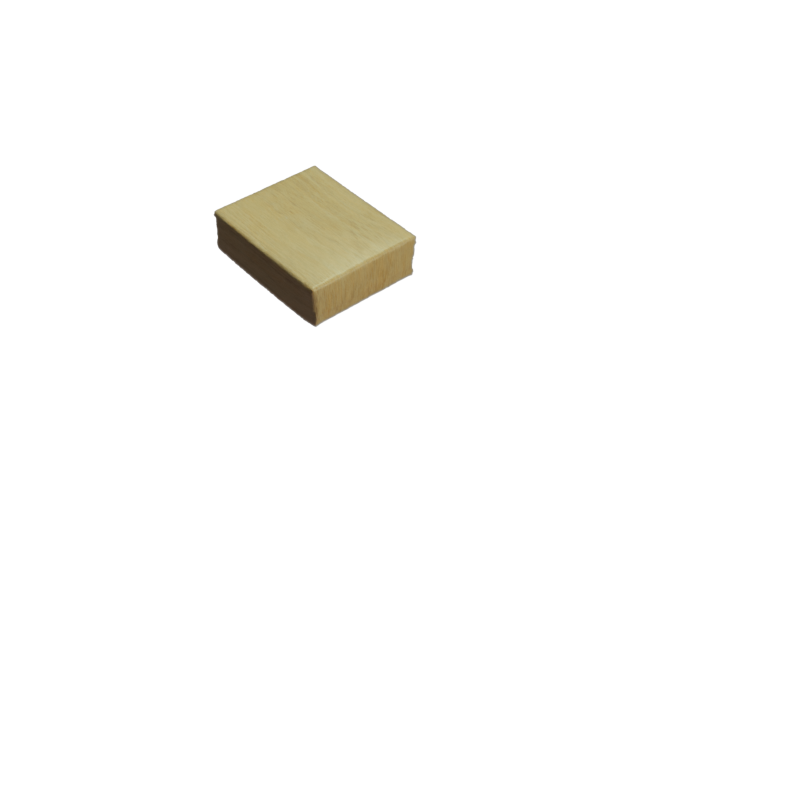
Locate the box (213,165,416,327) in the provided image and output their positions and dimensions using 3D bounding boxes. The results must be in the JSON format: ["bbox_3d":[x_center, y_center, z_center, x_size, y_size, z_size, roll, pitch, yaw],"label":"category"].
[{"bbox_3d":[-0.059,-0.108,0.758,0.090,0.036,0.122,-30,52,-27],"label":"box"}]
